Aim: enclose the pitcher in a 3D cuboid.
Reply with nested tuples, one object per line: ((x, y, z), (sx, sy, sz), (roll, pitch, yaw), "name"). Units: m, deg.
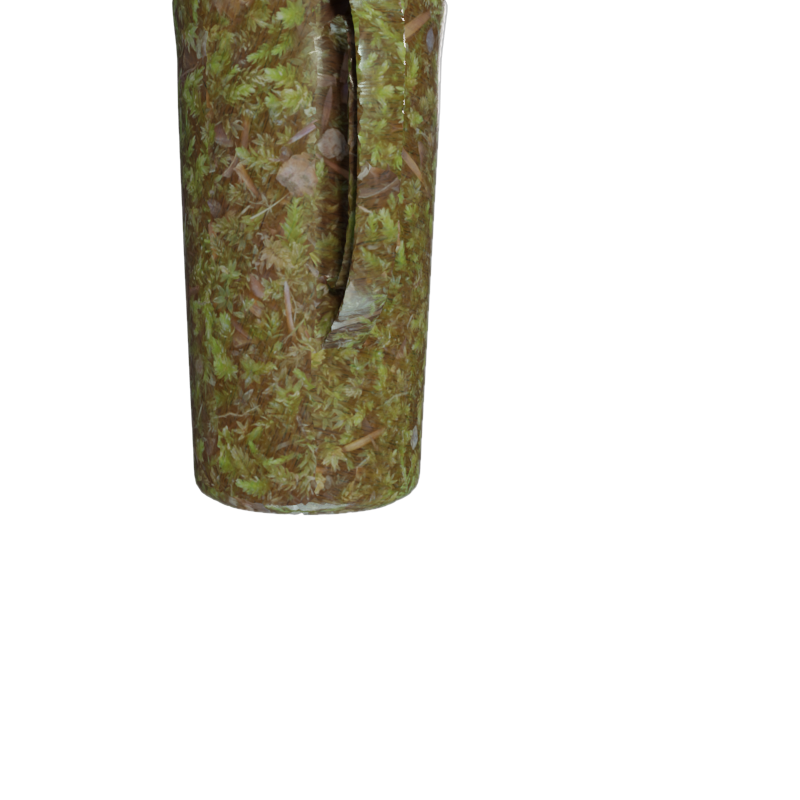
((-0.041, -0.075, 0.523), (0.149, 0.244, 0.144), (0, 0, 25), "pitcher")
